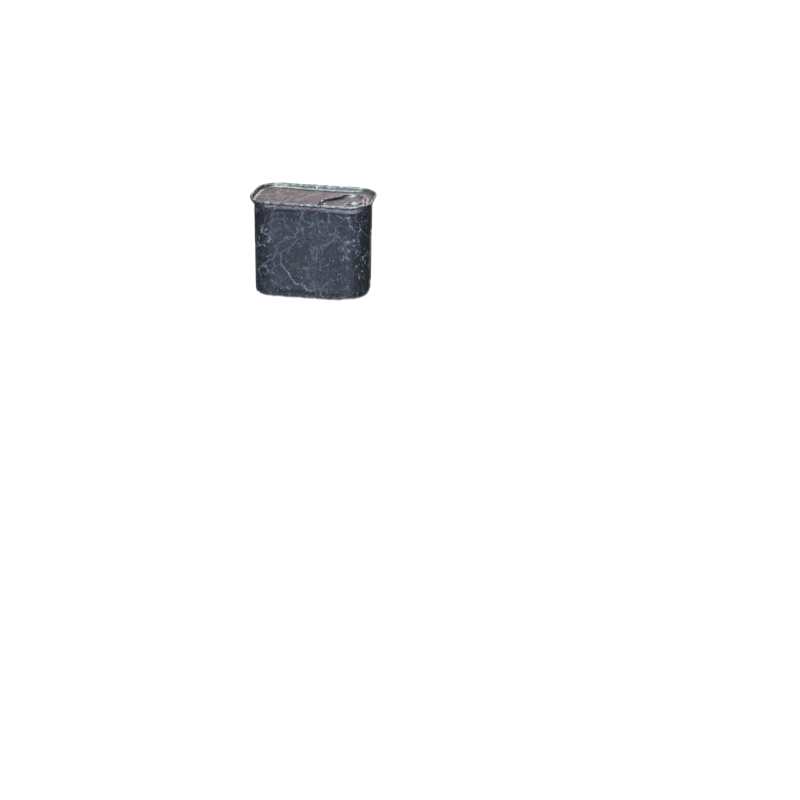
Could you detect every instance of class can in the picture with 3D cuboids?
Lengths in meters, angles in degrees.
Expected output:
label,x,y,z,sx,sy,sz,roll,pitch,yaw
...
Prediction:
label,x,y,z,sx,sy,sz,roll,pitch,yaw
can,-0.072,-0.132,0.925,0.103,0.080,0.059,5,22,10
